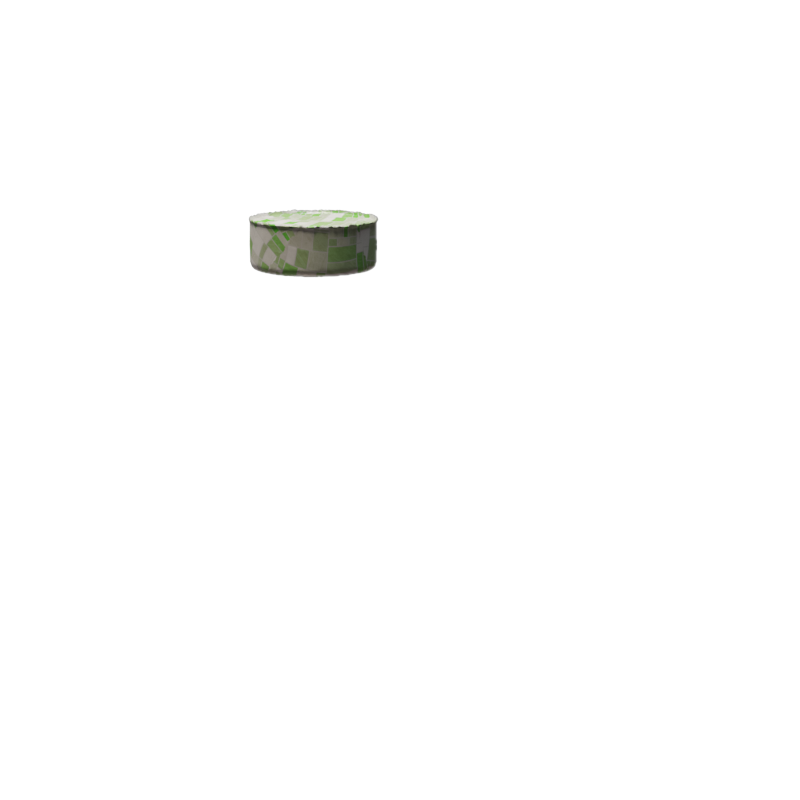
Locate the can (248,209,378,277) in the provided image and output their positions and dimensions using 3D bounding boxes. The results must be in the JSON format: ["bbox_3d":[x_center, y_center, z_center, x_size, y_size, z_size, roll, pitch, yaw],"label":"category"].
[{"bbox_3d":[-0.058,-0.105,0.737,0.086,0.033,0.089,0,15,-2],"label":"can"}]
